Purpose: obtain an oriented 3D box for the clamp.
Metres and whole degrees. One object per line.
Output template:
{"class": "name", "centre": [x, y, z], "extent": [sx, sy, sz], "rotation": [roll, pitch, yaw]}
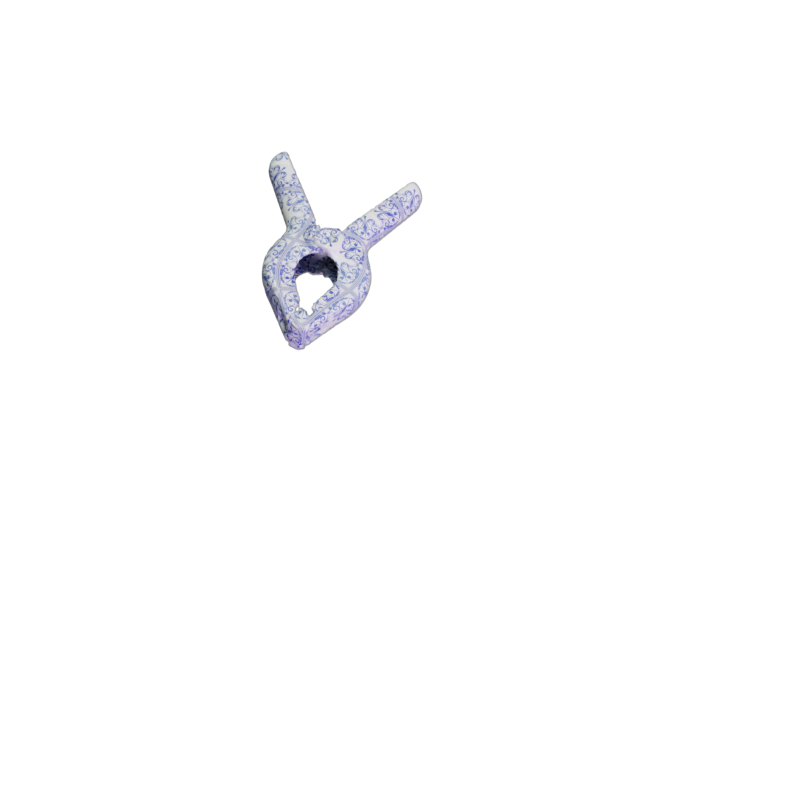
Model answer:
{"class": "clamp", "centre": [-0.064, -0.117, 0.821], "extent": [0.123, 0.179, 0.036], "rotation": [16, -38, 12]}
